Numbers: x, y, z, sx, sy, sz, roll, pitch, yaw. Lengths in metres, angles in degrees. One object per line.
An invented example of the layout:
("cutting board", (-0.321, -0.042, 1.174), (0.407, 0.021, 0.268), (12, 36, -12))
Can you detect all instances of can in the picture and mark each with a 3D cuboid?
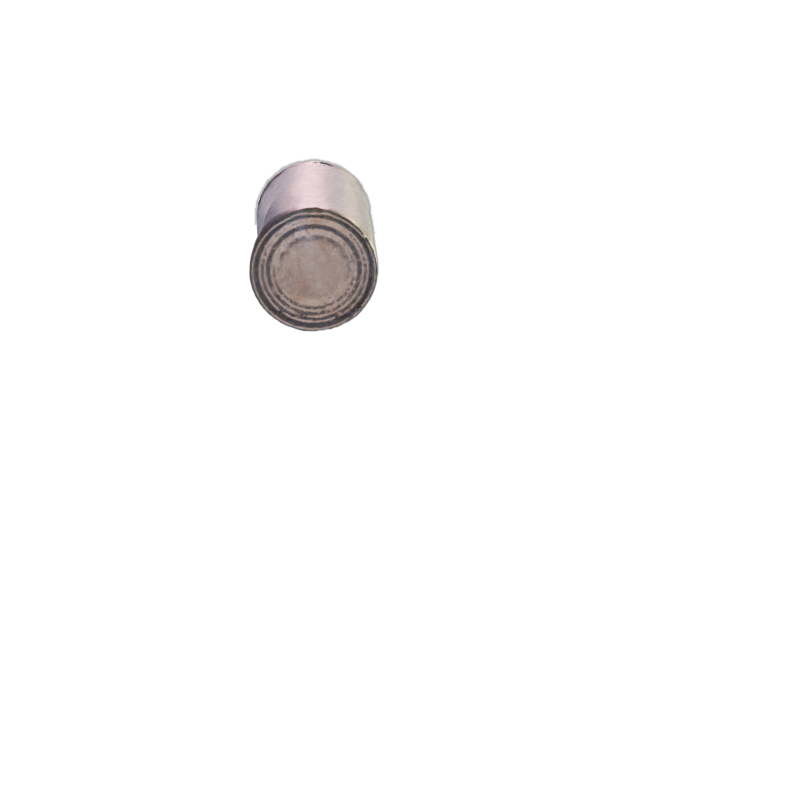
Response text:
("can", (-0.048, -0.087, 0.608), (0.068, 0.065, 0.107), (0, 23, -3))
